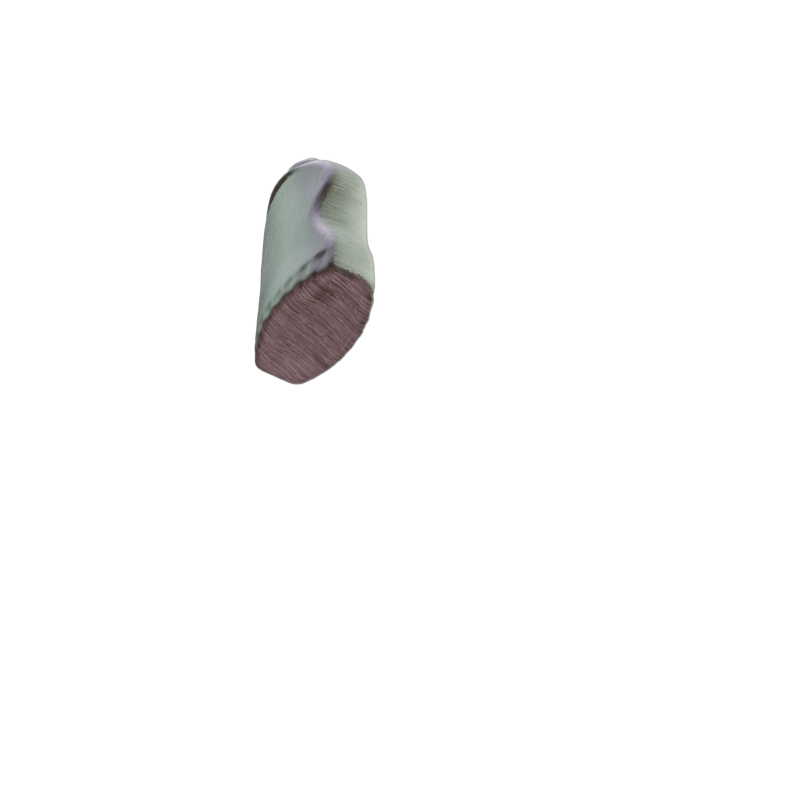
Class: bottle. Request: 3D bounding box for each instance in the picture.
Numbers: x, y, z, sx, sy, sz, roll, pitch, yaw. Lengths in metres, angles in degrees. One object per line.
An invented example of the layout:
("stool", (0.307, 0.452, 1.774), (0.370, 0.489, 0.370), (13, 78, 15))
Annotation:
("bottle", (-0.059, -0.106, 0.742), (0.056, 0.093, 0.205), (24, 34, -22))
